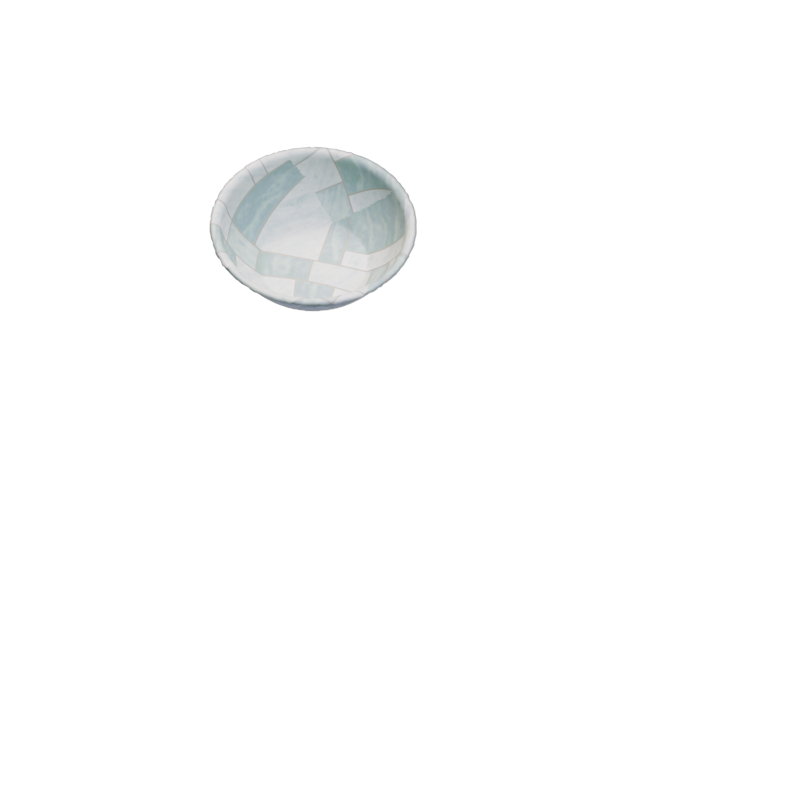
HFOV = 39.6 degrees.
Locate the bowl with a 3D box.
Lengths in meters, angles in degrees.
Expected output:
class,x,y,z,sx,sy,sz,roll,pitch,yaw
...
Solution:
class,x,y,z,sx,sy,sz,roll,pitch,yaw
bowl,-0.069,-0.126,0.884,0.162,0.174,0.051,-1,-36,-1
